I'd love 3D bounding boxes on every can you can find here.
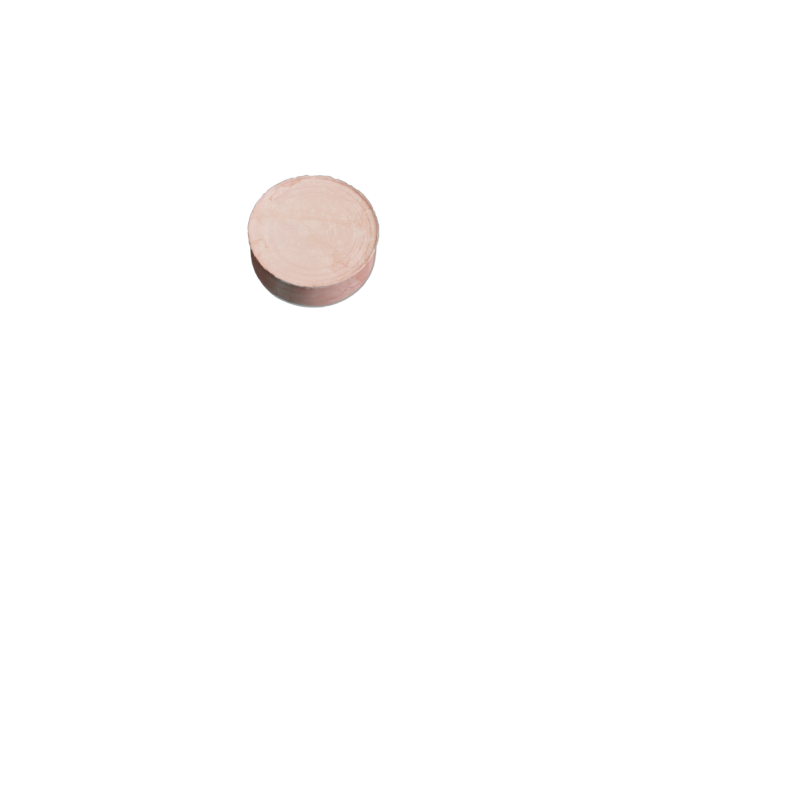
[{"bbox_3d":[-0.057,-0.105,0.734,0.086,0.091,0.032,-1,-29,-1],"label":"can"}]
